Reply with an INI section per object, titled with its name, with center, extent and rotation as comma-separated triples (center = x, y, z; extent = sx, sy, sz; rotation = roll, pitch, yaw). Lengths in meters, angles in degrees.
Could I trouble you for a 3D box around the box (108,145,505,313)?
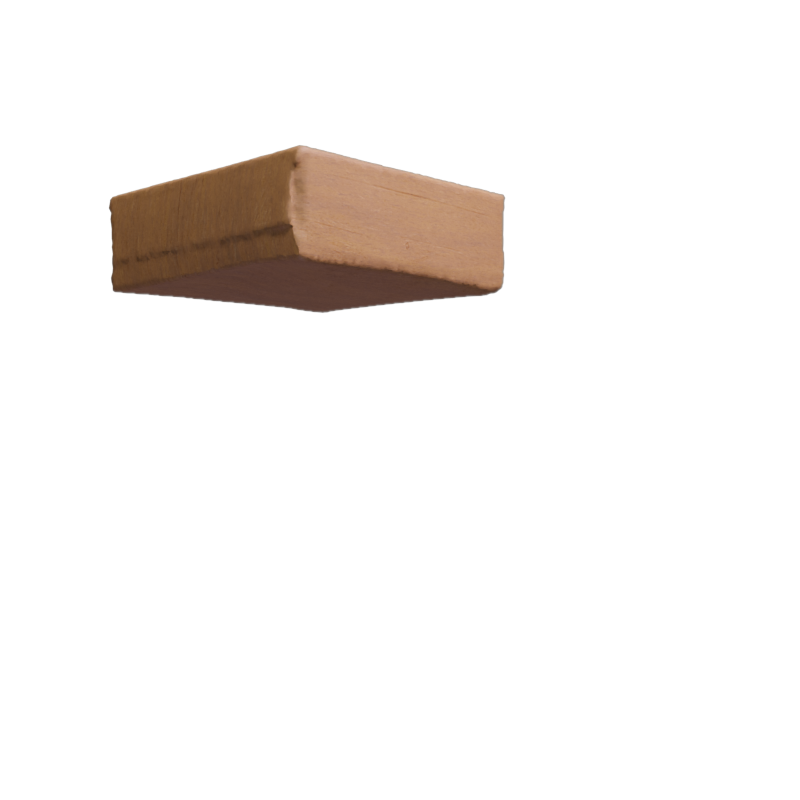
[box]
center = -0.030, -0.055, 0.385
extent = 0.093, 0.040, 0.108
rotation = -3, -5, 40
